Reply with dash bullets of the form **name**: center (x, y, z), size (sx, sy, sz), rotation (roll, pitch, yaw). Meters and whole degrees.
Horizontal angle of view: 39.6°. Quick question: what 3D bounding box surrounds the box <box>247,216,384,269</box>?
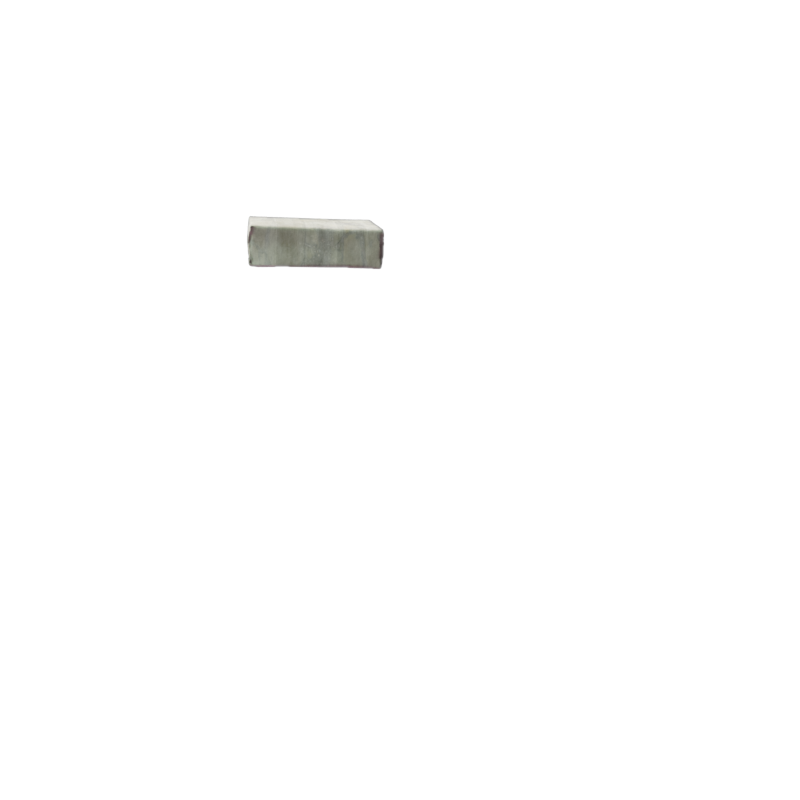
- **box**: center (-0.074, -0.135, 0.946), size (0.113, 0.038, 0.092), rotation (-1, 12, -5)
